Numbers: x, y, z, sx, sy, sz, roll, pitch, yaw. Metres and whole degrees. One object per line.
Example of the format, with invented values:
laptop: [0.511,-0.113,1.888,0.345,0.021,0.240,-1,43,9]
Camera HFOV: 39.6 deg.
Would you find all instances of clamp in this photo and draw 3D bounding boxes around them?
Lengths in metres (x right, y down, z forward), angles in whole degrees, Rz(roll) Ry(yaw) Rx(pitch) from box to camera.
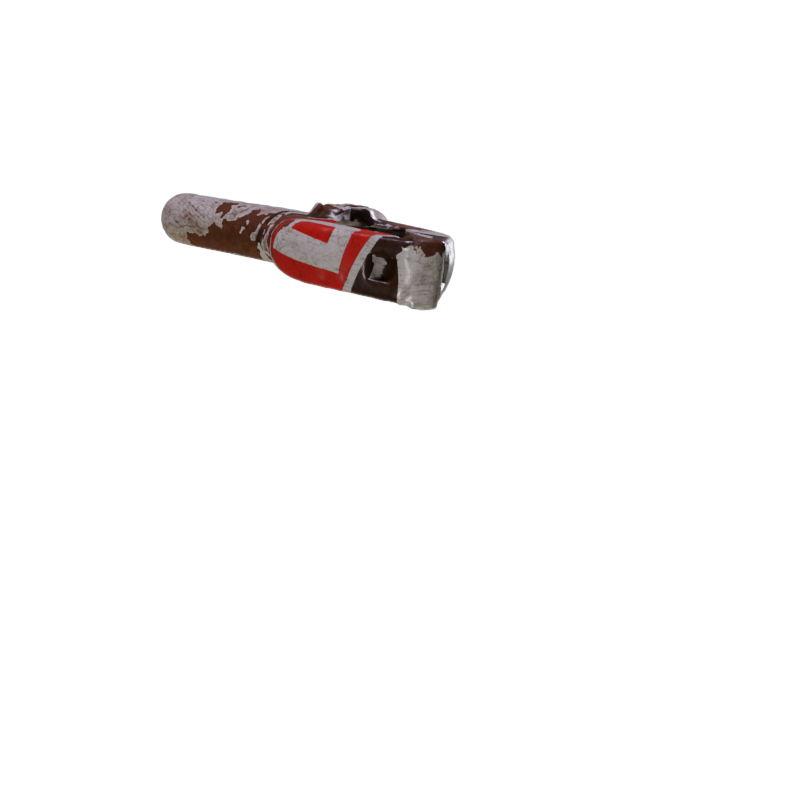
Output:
clamp: [-0.039,-0.071,0.495,0.118,0.038,0.179,-4,13,-18]
